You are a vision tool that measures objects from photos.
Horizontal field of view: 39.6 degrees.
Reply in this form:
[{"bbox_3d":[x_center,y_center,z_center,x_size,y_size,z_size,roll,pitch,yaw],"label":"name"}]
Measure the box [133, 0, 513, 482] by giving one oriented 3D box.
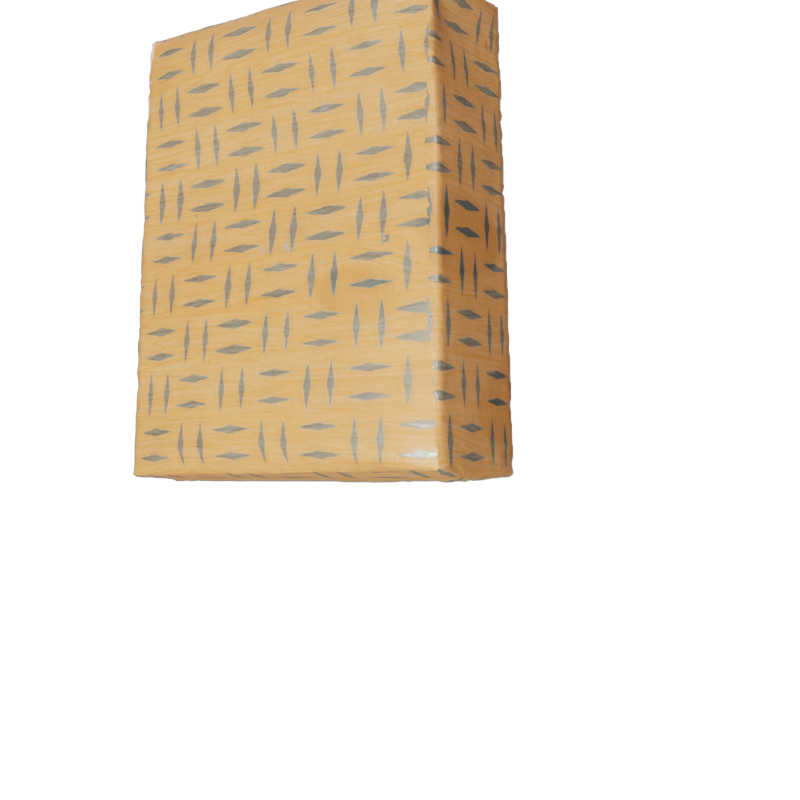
[{"bbox_3d":[-0.040,-0.072,0.505,0.169,0.219,0.068,-6,-12,32],"label":"box"}]
